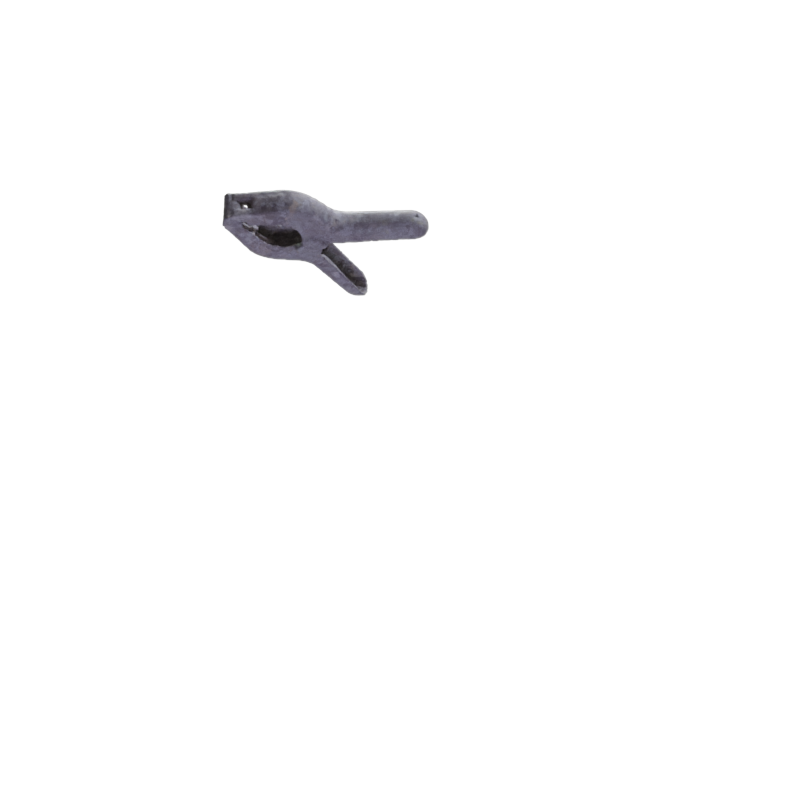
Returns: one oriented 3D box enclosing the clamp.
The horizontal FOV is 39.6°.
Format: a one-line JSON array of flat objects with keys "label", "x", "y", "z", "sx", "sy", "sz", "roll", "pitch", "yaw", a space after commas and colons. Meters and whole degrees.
[{"label": "clamp", "x": -0.075, "y": -0.136, "z": 0.953, "sx": 0.167, "sy": 0.042, "sz": 0.115, "roll": 11, "pitch": -38, "yaw": -15}]
